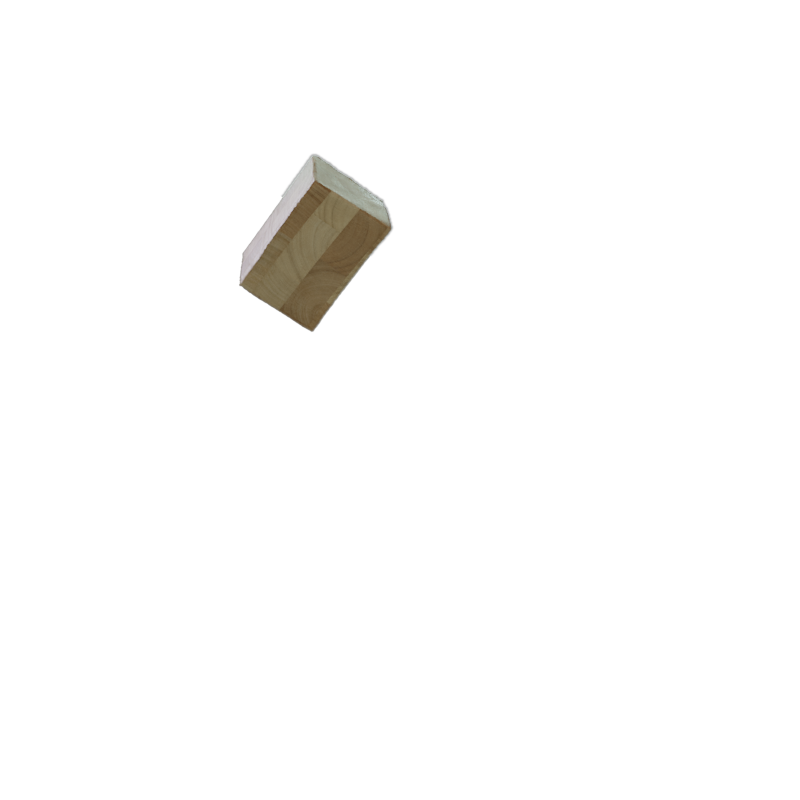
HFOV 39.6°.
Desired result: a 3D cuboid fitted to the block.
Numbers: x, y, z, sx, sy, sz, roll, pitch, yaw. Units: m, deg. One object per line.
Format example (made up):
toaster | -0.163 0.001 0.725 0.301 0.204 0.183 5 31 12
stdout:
block | -0.049 -0.090 0.631 0.051 0.076 0.054 34 20 -17
